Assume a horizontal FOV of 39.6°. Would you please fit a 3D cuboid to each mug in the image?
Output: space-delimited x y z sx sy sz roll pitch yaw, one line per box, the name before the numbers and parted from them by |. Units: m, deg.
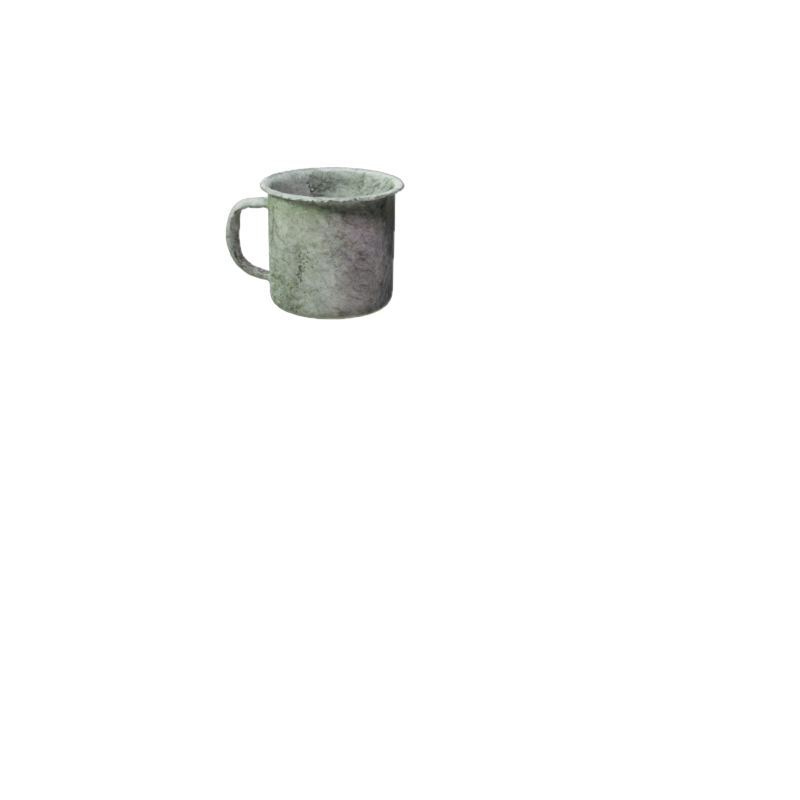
mug | -0.057 -0.103 0.725 0.118 0.078 0.096 3 21 5
